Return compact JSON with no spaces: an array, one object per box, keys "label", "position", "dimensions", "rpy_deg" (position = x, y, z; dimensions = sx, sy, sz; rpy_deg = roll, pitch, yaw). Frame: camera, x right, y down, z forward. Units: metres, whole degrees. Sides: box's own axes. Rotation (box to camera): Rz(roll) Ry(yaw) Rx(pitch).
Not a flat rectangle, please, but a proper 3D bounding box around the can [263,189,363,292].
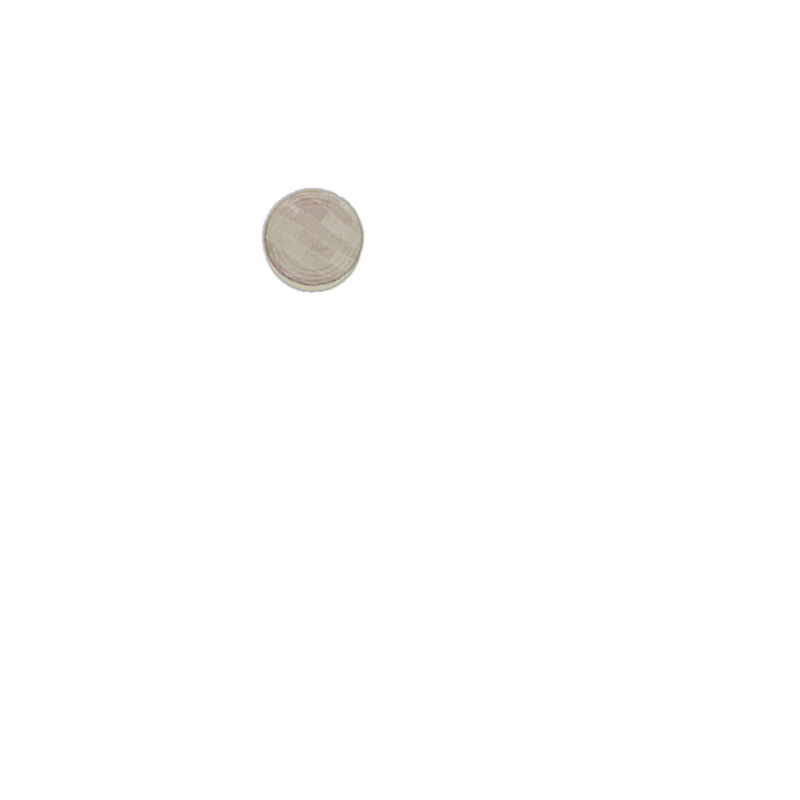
[{"label":"can","position":[-0.075,-0.138,0.964],"dimensions":[0.086,0.089,0.033],"rpy_deg":[0,-12,-1]}]
